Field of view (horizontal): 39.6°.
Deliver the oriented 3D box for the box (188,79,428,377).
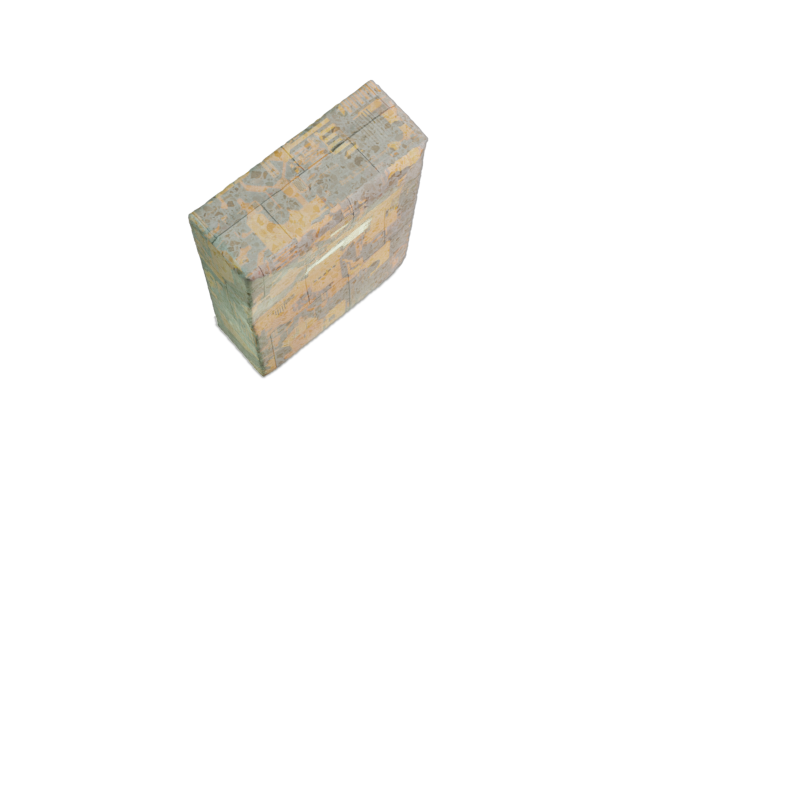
[{"bbox_3d":[-0.065,-0.119,0.833,0.165,0.074,0.204,-41,-10,-14],"label":"box"}]
